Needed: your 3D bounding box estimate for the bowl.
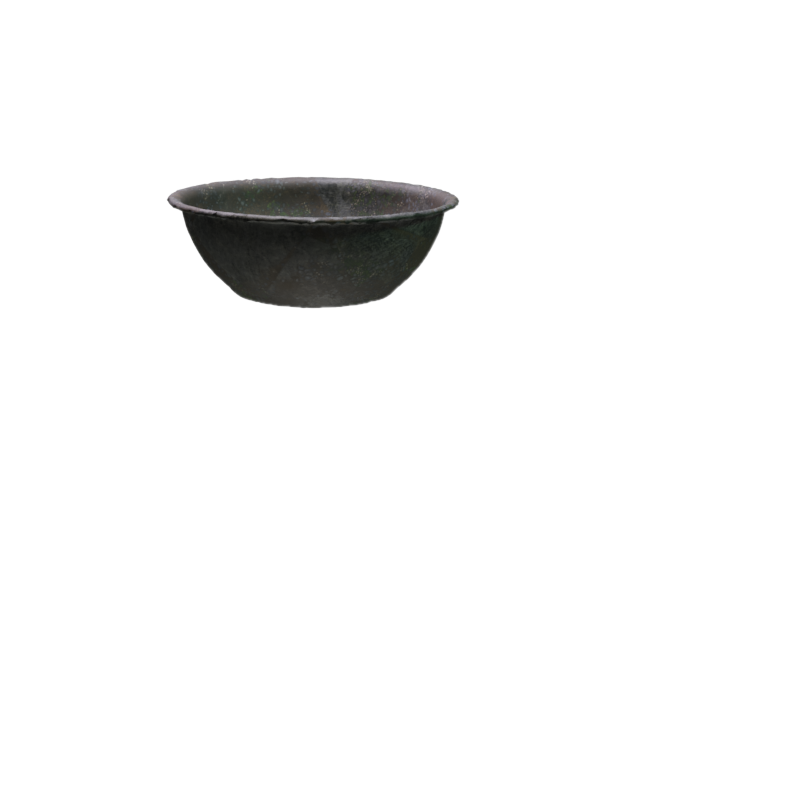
[{"bbox_3d":[-0.049,-0.089,0.623,0.162,0.053,0.168,-1,18,-2],"label":"bowl"}]
